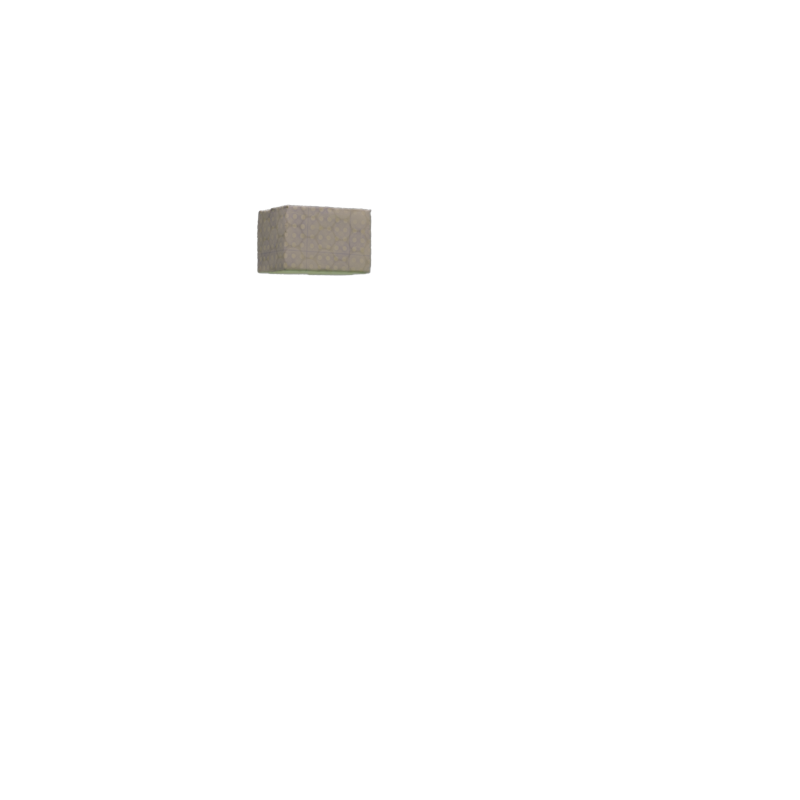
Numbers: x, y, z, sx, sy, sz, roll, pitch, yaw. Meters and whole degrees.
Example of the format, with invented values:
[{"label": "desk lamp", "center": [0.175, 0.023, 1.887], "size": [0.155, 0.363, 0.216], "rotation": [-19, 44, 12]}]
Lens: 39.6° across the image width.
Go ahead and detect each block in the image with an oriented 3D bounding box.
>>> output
[{"label": "block", "center": [-0.069, -0.125, 0.876], "size": [0.075, 0.051, 0.054], "rotation": [-1, 1, -31]}]
